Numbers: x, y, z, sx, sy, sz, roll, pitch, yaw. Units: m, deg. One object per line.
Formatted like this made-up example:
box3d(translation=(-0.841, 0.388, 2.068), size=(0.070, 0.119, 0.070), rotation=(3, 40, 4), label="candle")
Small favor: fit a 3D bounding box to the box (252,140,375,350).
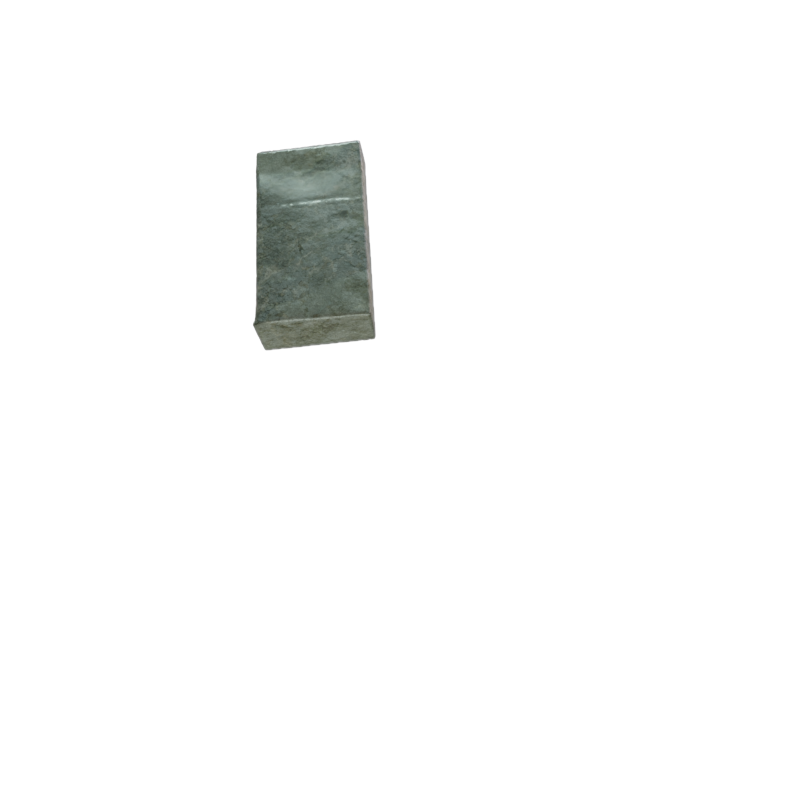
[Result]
box3d(translation=(-0.071, -0.130, 0.913), size=(0.094, 0.189, 0.044), rotation=(-6, -35, 6), label="box")
